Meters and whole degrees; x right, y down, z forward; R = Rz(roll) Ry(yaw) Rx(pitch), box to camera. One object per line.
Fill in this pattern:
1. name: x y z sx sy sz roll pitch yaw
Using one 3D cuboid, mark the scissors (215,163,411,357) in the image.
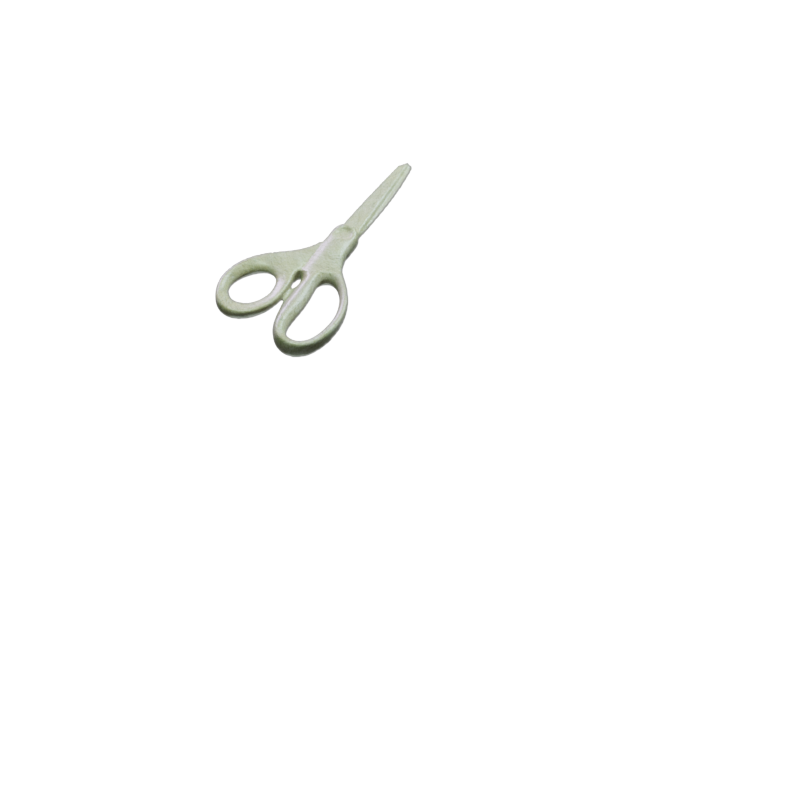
1. scissors: -0.060 -0.109 0.760 0.098 0.213 0.015 9 -43 9
